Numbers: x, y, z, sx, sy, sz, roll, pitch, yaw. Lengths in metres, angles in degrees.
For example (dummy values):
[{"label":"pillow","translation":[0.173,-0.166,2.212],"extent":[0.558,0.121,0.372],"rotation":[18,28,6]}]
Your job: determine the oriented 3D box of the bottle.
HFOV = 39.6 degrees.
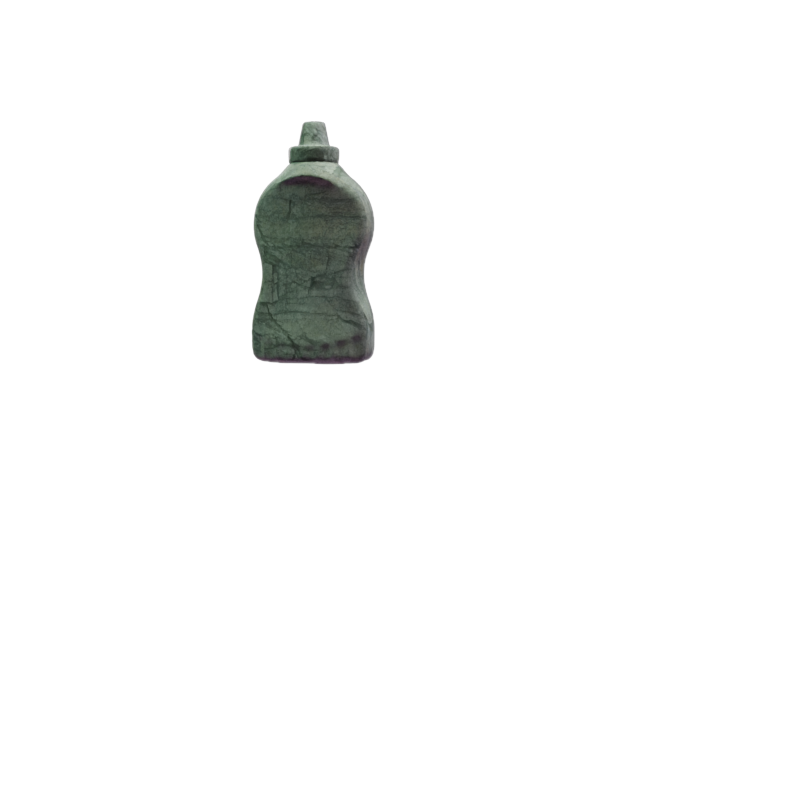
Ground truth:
[{"label":"bottle","translation":[-0.069,-0.127,0.888],"extent":[0.098,0.192,0.057],"rotation":[0,-1,16]}]
